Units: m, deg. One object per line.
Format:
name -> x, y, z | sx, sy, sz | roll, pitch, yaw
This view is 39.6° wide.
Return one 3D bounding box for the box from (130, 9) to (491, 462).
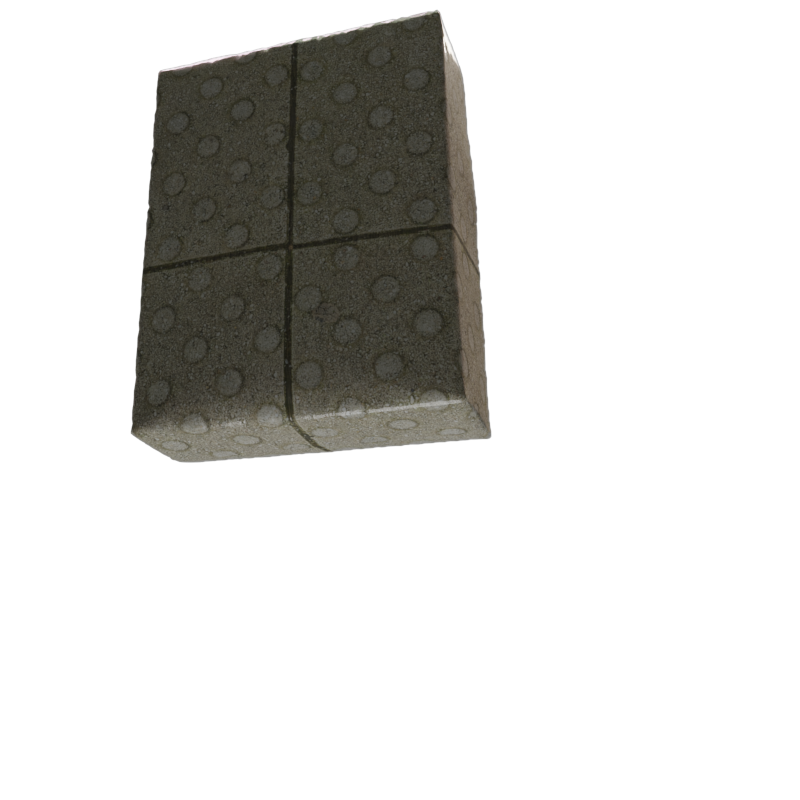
box -> -0.045, -0.082, 0.574 | 0.166, 0.226, 0.067 | -8, -26, 15
